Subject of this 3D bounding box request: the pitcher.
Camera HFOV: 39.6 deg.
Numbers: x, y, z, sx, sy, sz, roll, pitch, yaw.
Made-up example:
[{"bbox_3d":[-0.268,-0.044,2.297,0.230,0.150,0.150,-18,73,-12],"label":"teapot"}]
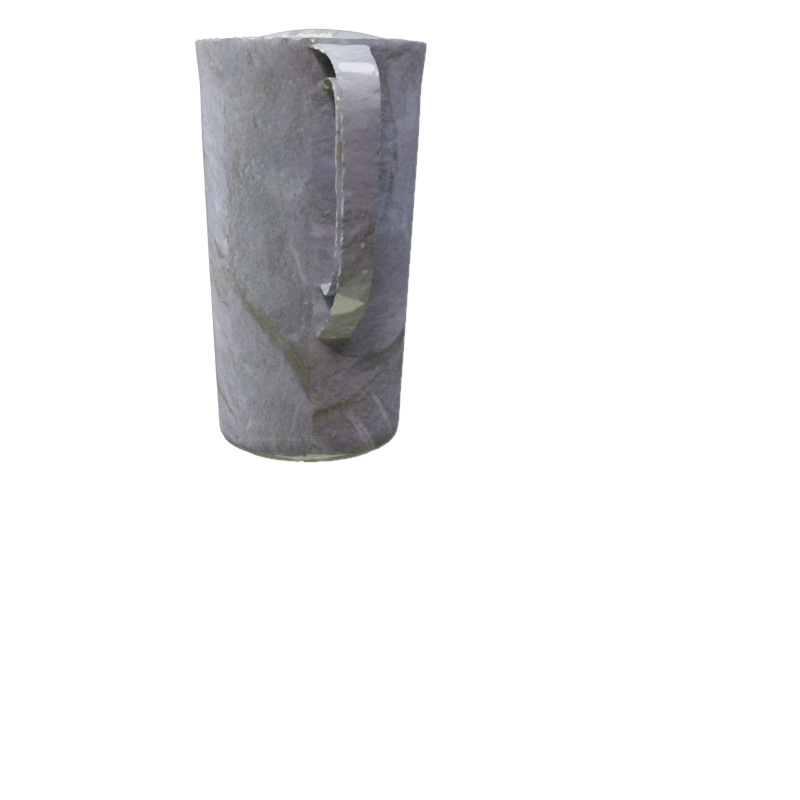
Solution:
[{"bbox_3d":[-0.050,-0.092,0.642,0.150,0.238,0.147,5,10,27],"label":"pitcher"}]
